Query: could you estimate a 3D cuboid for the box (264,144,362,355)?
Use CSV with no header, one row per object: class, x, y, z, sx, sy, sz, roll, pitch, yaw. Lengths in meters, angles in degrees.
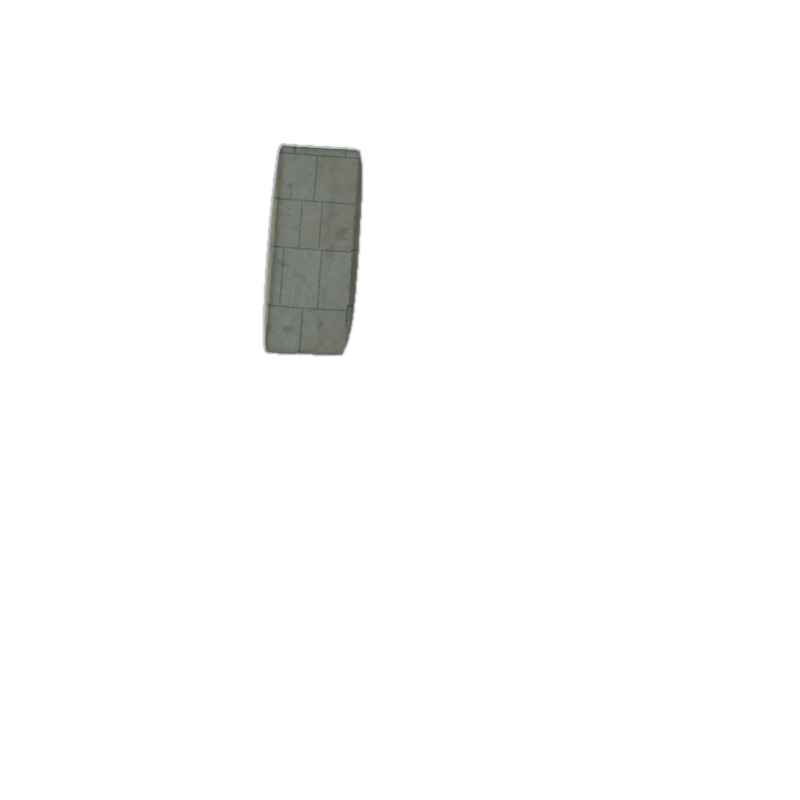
box,-0.075,-0.137,0.958,0.071,0.162,0.218,4,9,-5
